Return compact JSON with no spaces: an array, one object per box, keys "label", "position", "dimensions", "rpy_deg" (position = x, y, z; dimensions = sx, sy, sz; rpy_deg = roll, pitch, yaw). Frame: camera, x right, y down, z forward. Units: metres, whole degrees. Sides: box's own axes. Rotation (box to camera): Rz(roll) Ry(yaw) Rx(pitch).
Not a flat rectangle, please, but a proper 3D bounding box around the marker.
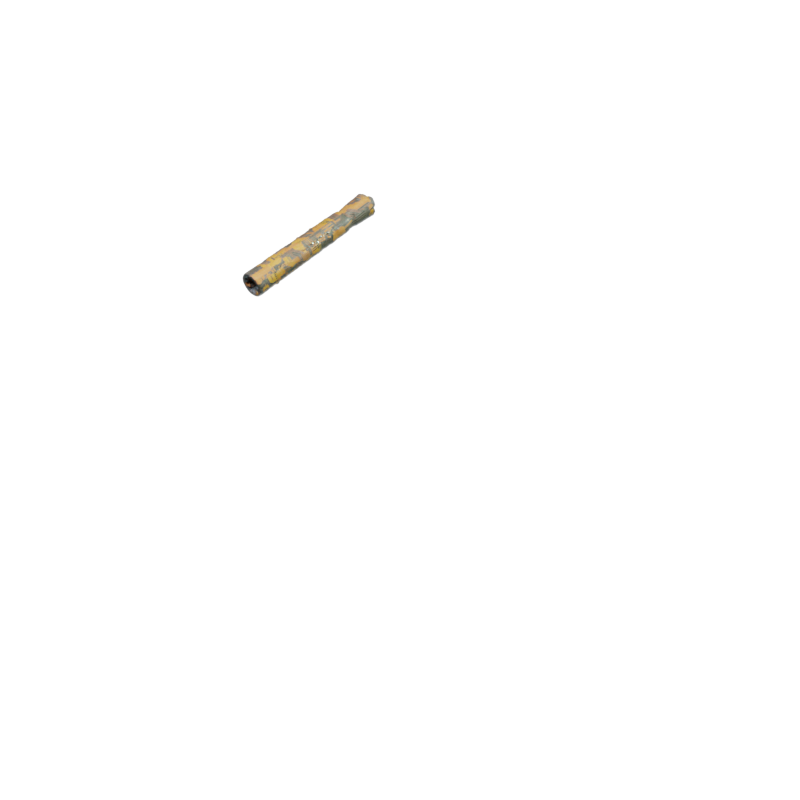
[{"label":"marker","position":[-0.062,-0.114,0.796],"dimensions":[0.122,0.019,0.021],"rpy_deg":[-40,26,-29]}]
